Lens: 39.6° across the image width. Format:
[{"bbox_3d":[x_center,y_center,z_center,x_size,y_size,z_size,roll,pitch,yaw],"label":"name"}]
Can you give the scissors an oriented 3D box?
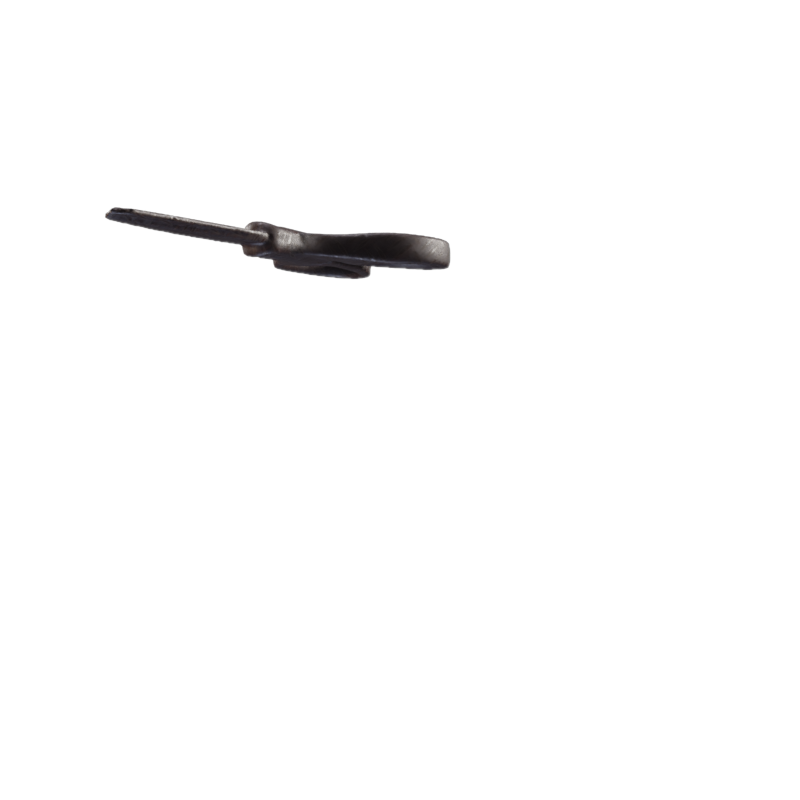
[{"bbox_3d":[-0.038,-0.069,0.484,0.098,0.016,0.196,0,1,15],"label":"scissors"}]
